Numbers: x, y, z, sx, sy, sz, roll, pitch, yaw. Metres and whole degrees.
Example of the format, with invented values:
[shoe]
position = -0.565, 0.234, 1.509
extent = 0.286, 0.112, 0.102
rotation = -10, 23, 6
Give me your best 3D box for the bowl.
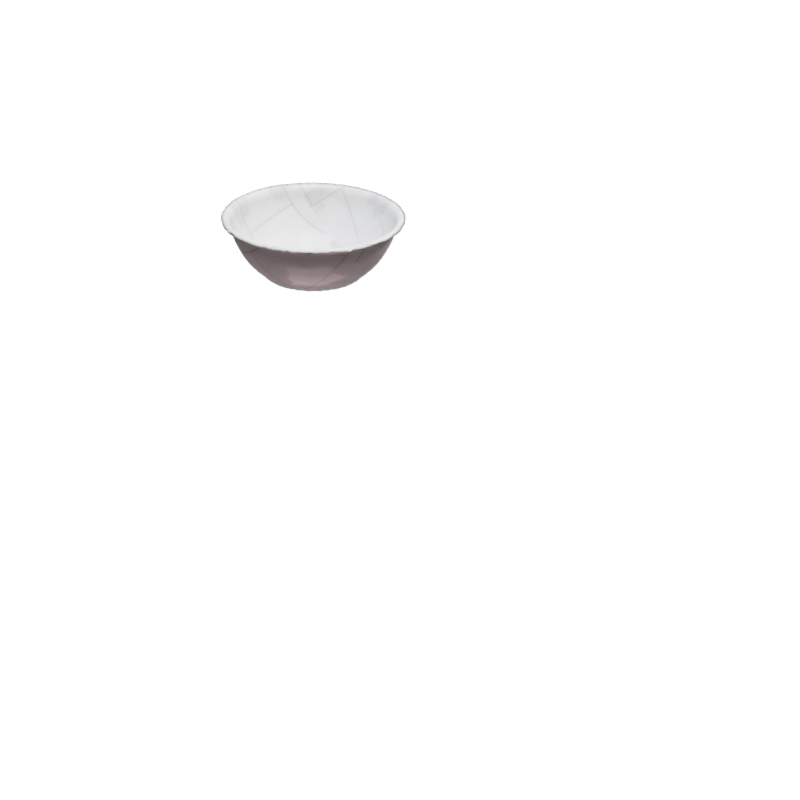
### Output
[bowl]
position = -0.077, -0.140, 0.982
extent = 0.162, 0.052, 0.172
rotation = -1, 30, -2
